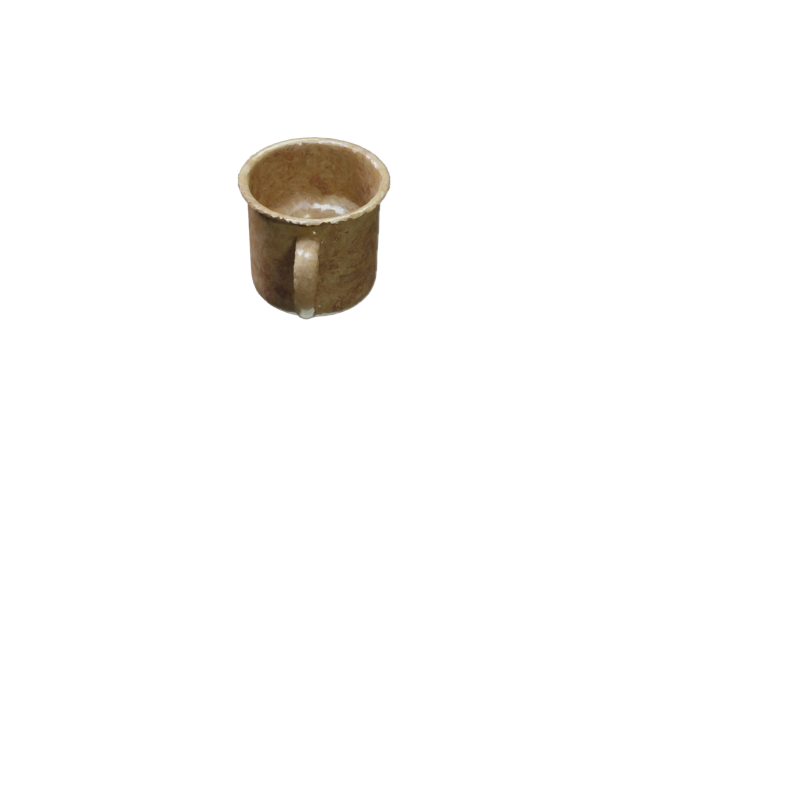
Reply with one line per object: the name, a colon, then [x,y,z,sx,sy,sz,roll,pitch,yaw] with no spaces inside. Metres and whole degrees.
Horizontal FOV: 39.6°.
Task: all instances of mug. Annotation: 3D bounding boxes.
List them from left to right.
mug: [-0.054,-0.098,0.689,0.093,0.076,0.125,0,42,-1]
